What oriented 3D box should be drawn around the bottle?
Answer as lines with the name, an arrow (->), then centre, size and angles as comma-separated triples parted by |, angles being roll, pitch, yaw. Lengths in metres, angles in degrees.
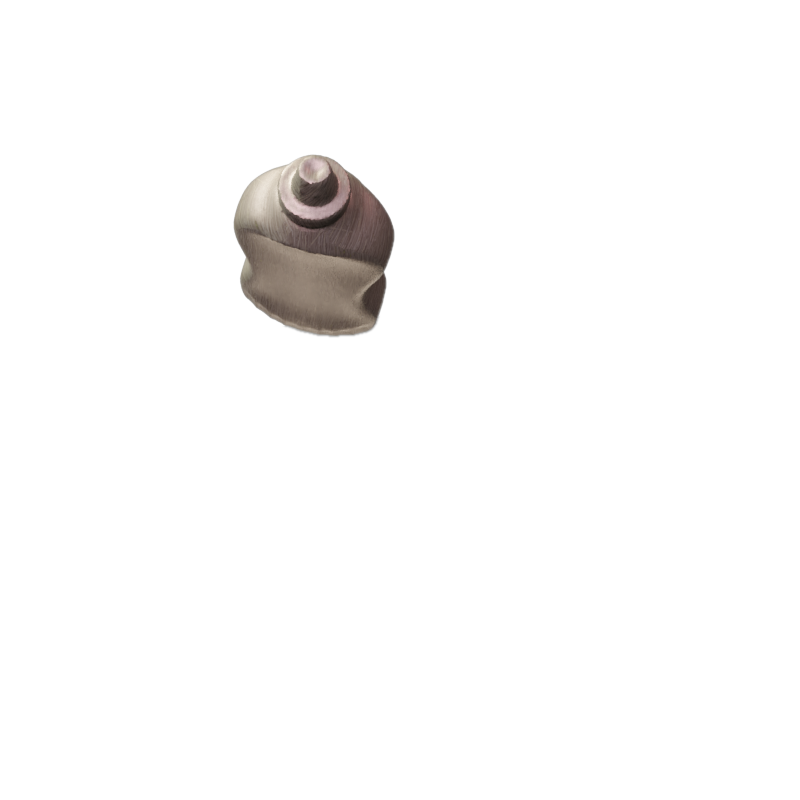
bottle -> -0.053, -0.097, 0.678 | 0.097, 0.060, 0.184 | 19, -17, 2
